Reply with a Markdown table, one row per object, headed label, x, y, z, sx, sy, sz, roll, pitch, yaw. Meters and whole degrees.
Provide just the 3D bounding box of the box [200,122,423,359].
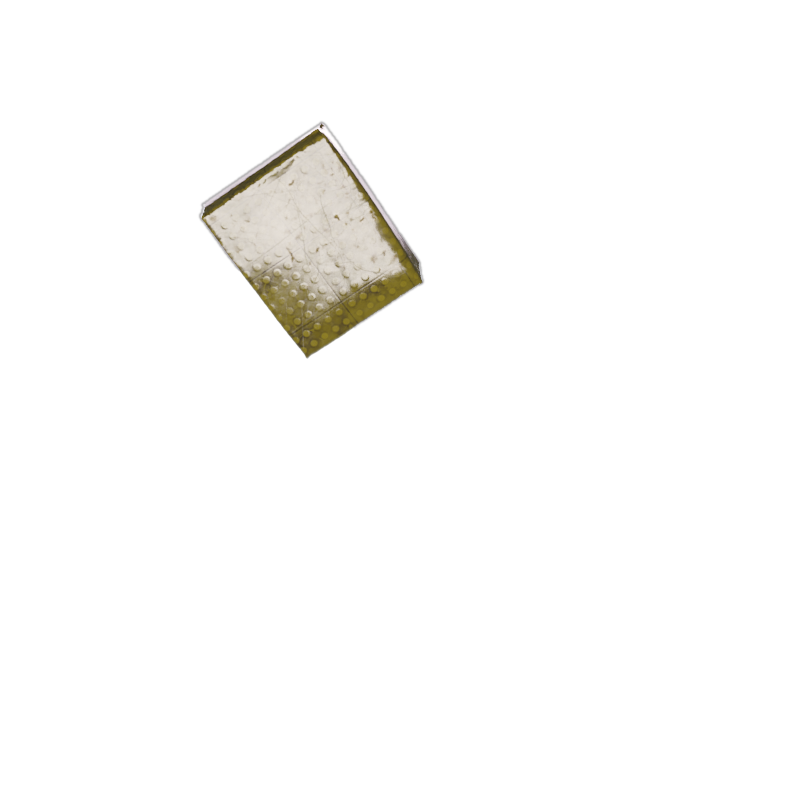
| label | x | y | z | sx | sy | sz | roll | pitch | yaw |
| --- | --- | --- | --- | --- | --- | --- | --- | --- | --- |
| box | -0.052 | -0.095 | 0.667 | 0.090 | 0.109 | 0.040 | -33 | 14 | 9 |
